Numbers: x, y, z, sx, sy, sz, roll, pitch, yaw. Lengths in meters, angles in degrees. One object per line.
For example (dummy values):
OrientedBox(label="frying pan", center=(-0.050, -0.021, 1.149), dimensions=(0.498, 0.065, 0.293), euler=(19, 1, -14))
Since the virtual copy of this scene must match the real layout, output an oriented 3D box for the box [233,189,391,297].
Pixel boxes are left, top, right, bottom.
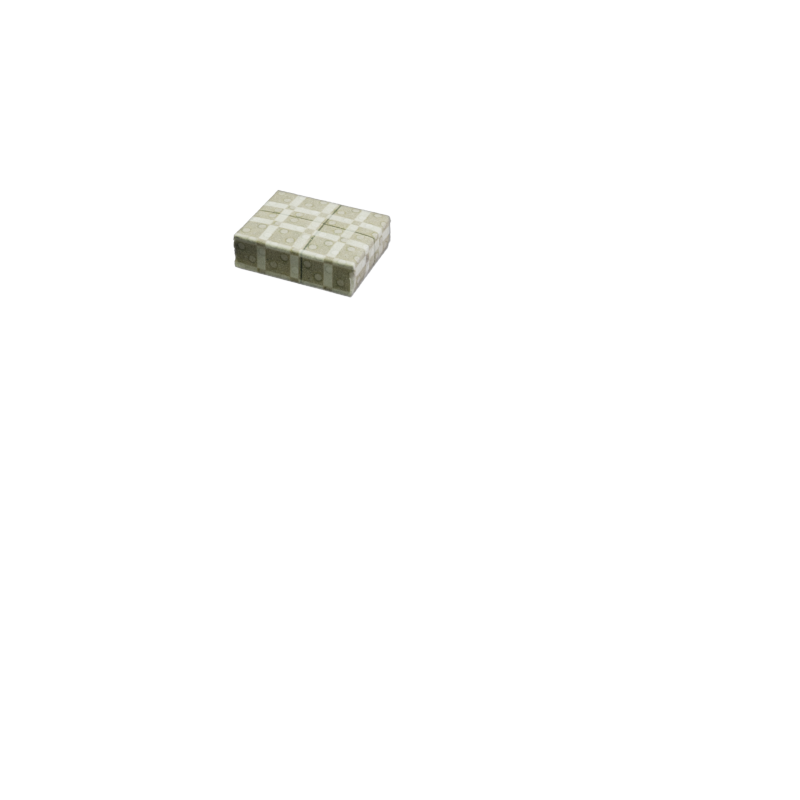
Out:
OrientedBox(label="box", center=(-0.075, -0.137, 0.962), dimensions=(0.117, 0.036, 0.093), euler=(13, 37, 18))
